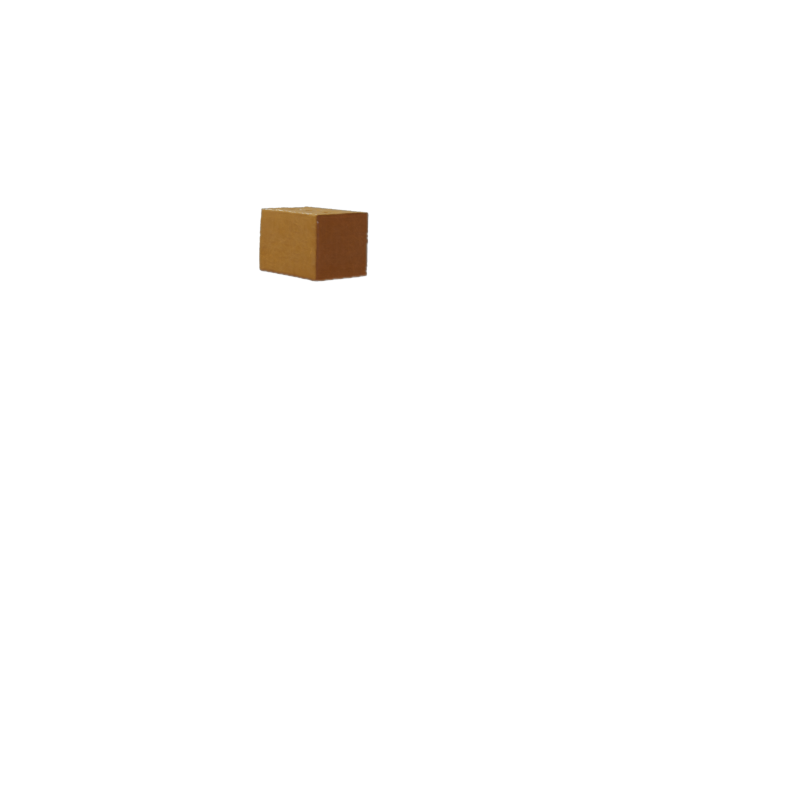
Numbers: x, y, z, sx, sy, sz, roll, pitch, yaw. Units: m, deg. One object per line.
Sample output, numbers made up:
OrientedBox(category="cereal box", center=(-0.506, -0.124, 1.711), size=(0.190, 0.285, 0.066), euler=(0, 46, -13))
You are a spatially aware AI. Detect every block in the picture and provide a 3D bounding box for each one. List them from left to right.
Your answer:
OrientedBox(category="block", center=(-0.068, -0.125, 0.873), size=(0.051, 0.050, 0.082), euler=(-8, 14, -39))
